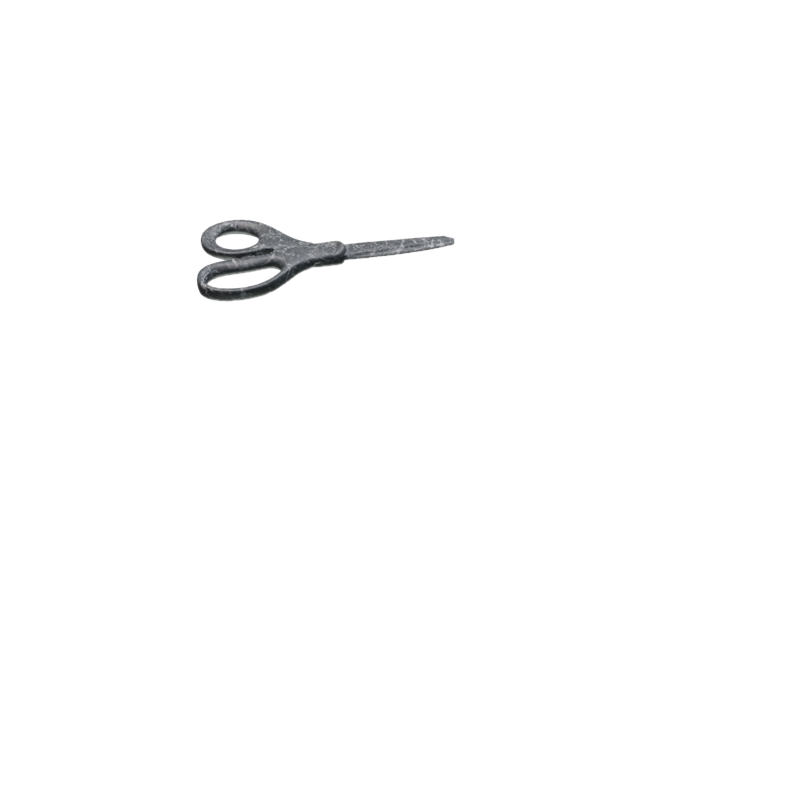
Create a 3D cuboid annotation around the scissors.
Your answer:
[{"bbox_3d":[-0.068,-0.124,0.869,0.199,0.015,0.104,-19,46,-19],"label":"scissors"}]
